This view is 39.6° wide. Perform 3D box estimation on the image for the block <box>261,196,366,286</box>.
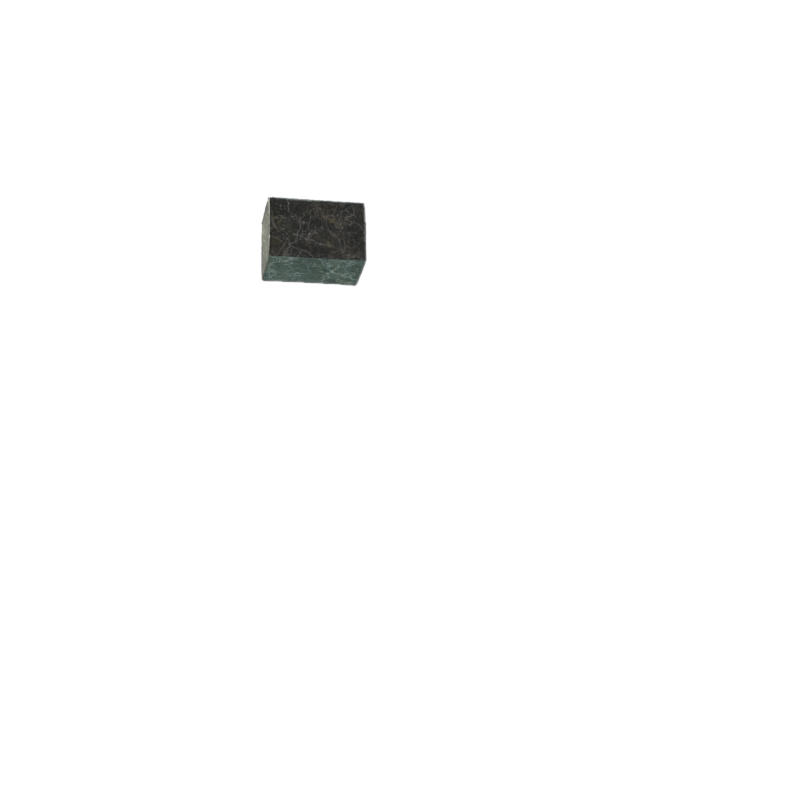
[{"bbox_3d":[-0.068,-0.124,0.869,0.077,0.054,0.051,3,-21,-10],"label":"block"}]
